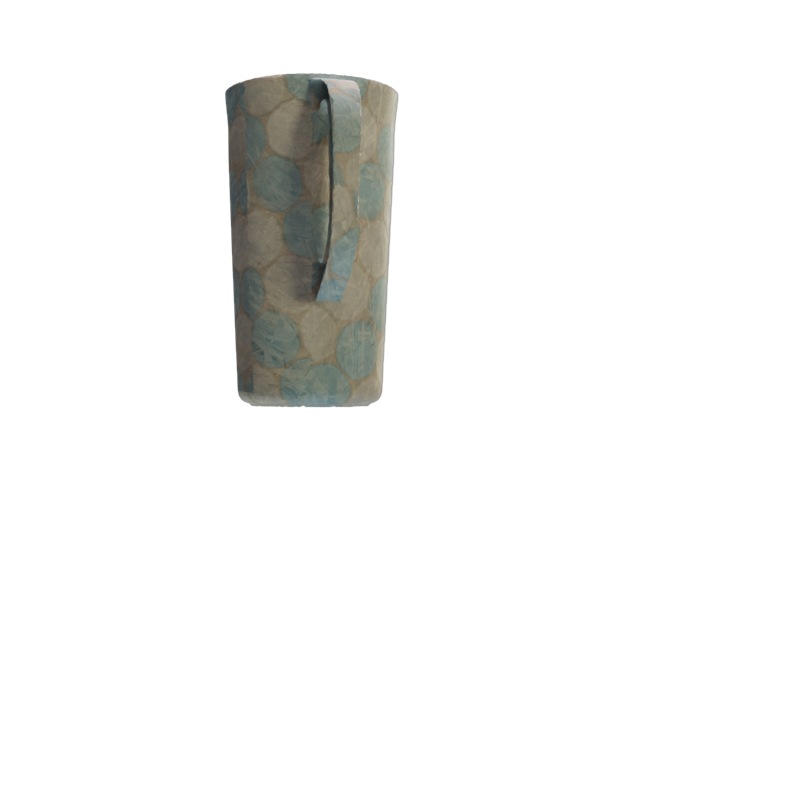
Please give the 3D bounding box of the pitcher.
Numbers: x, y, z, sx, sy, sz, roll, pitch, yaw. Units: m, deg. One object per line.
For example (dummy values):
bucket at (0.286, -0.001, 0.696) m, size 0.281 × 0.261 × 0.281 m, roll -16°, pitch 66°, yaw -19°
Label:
pitcher at (-0.065, -0.118, 0.827) m, size 0.149 × 0.247 × 0.143 m, roll -3°, pitch -6°, yaw 28°
